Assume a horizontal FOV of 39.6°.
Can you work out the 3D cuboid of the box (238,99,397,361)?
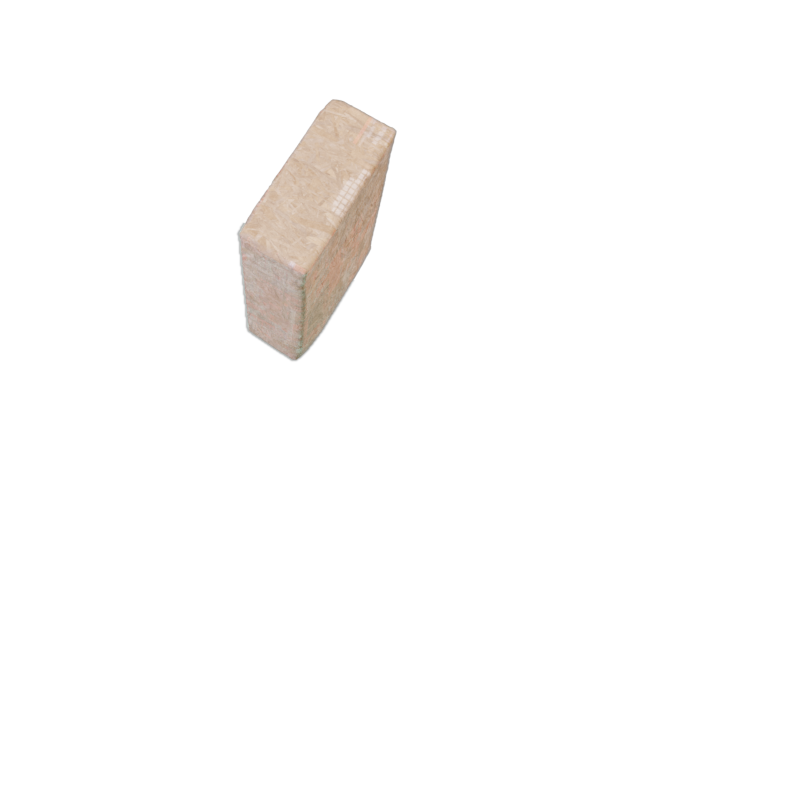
[{"bbox_3d":[-0.049,-0.090,0.626,0.049,0.095,0.169,30,-16,4],"label":"box"}]
